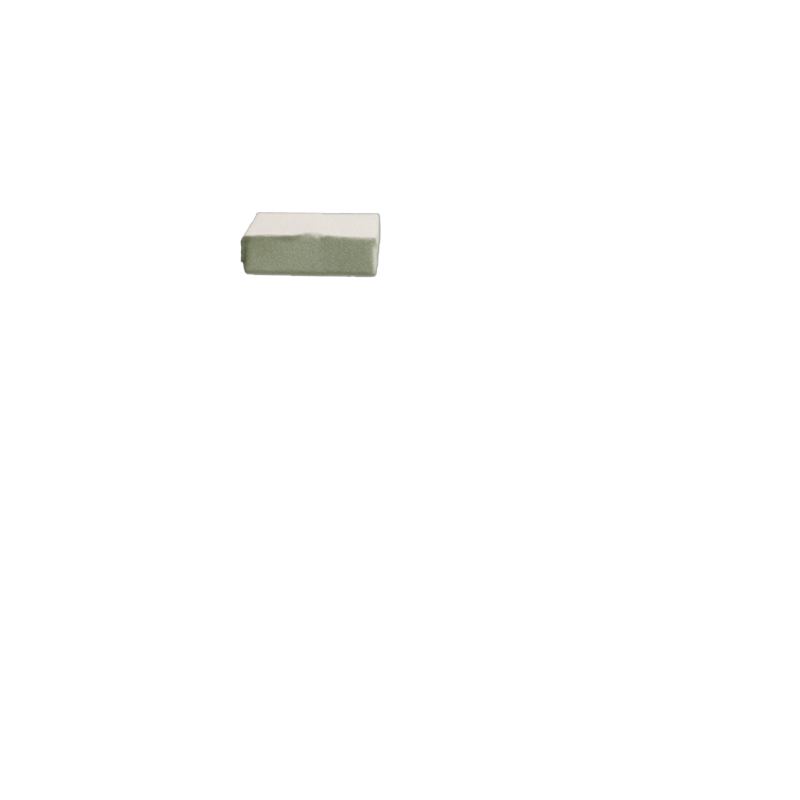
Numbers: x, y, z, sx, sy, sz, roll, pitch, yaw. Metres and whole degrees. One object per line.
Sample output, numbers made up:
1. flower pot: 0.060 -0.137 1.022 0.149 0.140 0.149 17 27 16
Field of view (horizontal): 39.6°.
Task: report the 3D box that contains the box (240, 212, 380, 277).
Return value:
1. box: -0.059 -0.107 0.746 0.090 0.029 0.076 1 20 3
